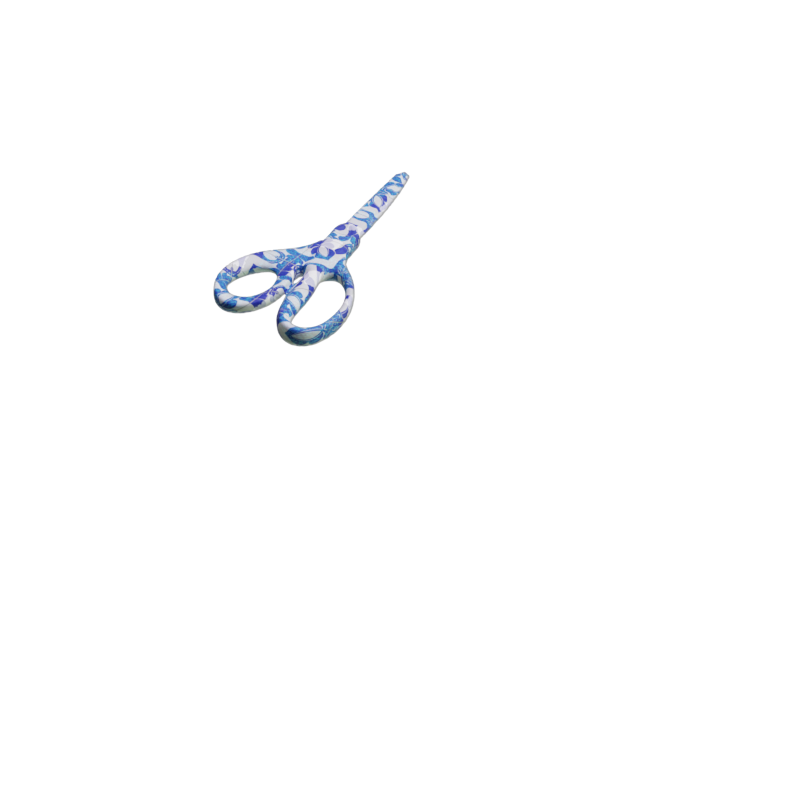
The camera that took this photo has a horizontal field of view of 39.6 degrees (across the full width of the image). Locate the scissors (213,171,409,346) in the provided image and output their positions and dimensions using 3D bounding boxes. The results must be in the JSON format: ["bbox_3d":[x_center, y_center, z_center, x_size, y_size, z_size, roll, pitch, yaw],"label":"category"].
[{"bbox_3d":[-0.057,-0.103,0.724,0.098,0.015,0.213,6,39,7],"label":"scissors"}]
